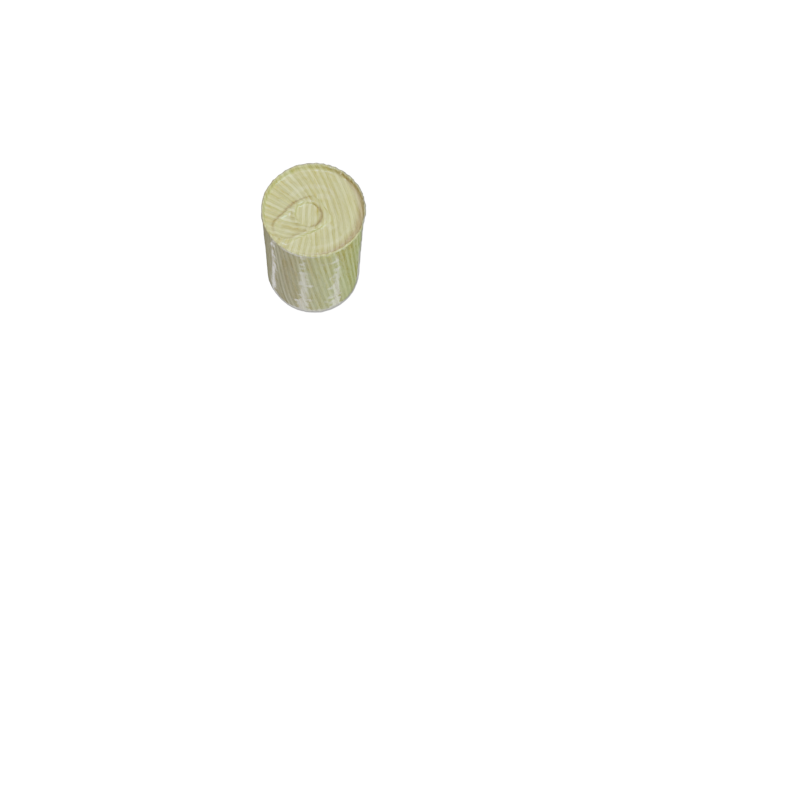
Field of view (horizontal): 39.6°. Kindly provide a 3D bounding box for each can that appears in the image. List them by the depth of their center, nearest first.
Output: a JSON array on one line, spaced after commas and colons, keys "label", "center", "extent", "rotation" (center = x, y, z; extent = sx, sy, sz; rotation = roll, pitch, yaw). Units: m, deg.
[{"label": "can", "center": [-0.059, -0.108, 0.759], "extent": [0.068, 0.072, 0.097], "rotation": [0, -20, -3]}]
